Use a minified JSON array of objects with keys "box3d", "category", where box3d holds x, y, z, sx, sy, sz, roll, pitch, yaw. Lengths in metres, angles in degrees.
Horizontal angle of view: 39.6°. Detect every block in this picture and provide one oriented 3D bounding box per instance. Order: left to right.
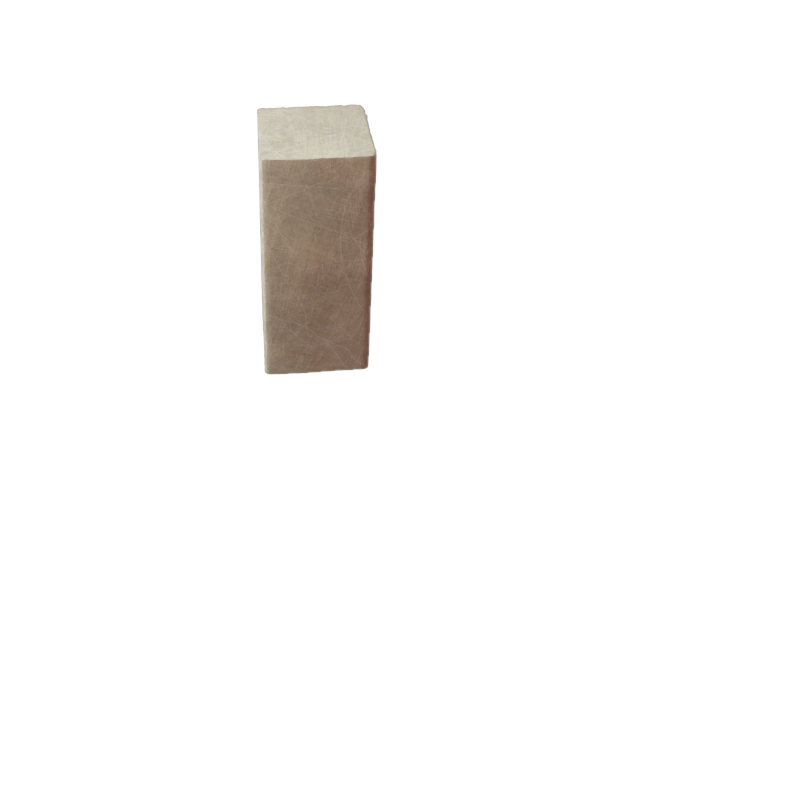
[{"box3d":[-0.071,-0.131,0.919,0.089,0.193,0.097,-2,35,-7],"category":"block"}]
